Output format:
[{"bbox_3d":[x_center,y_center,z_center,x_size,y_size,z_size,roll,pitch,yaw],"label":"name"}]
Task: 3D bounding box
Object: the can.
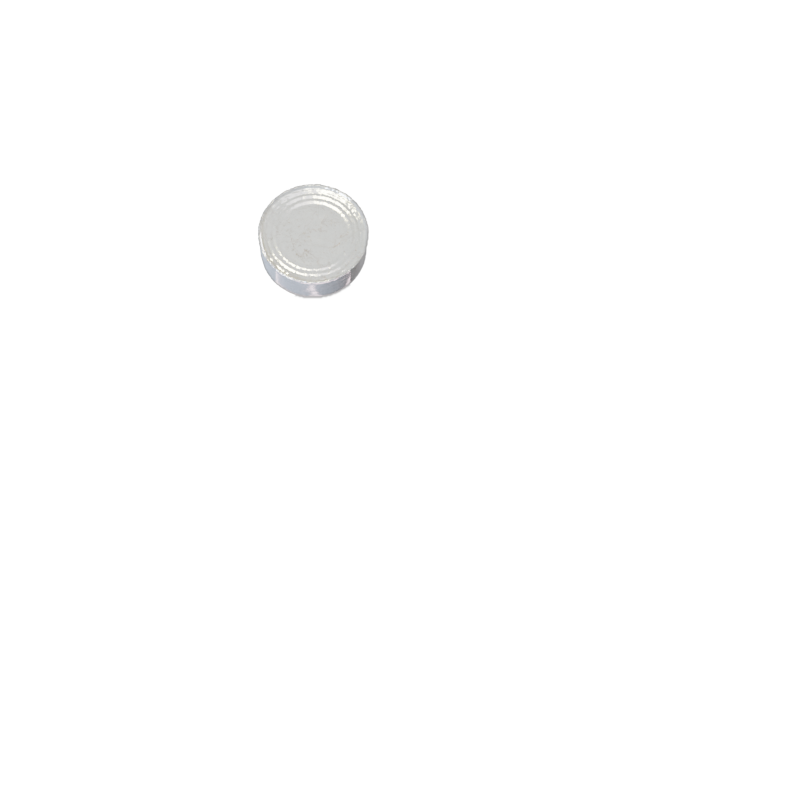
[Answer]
[{"bbox_3d":[-0.068,-0.124,0.872,0.086,0.091,0.032,-1,-24,-1],"label":"can"}]
